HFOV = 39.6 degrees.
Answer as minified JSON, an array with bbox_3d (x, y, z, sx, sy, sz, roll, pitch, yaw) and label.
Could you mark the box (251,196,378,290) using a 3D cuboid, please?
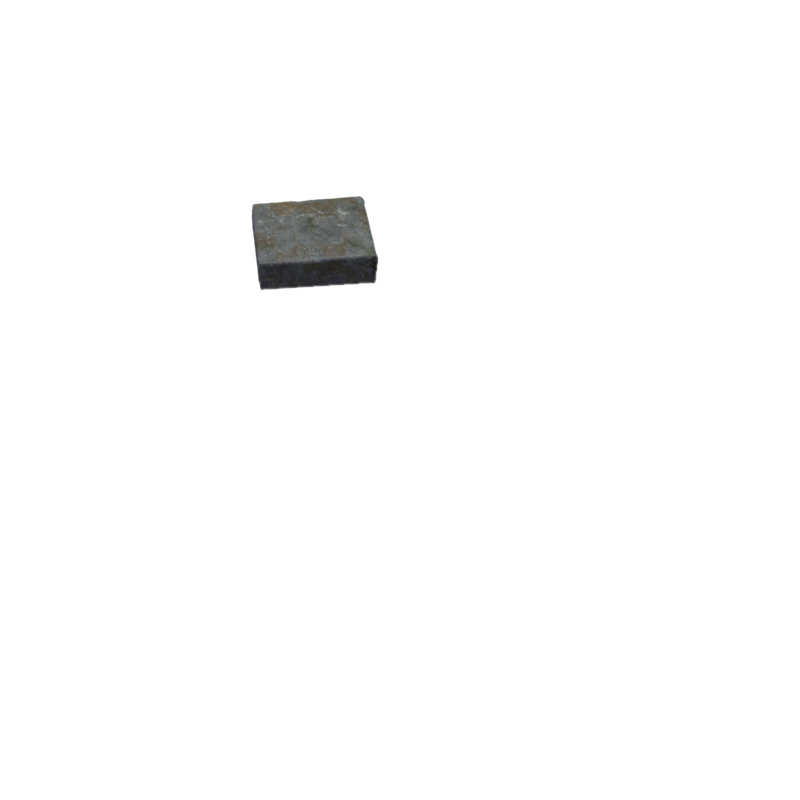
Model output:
[{"bbox_3d":[-0.066,-0.120,0.839,0.089,0.028,0.079,-5,44,-6],"label":"box"}]
